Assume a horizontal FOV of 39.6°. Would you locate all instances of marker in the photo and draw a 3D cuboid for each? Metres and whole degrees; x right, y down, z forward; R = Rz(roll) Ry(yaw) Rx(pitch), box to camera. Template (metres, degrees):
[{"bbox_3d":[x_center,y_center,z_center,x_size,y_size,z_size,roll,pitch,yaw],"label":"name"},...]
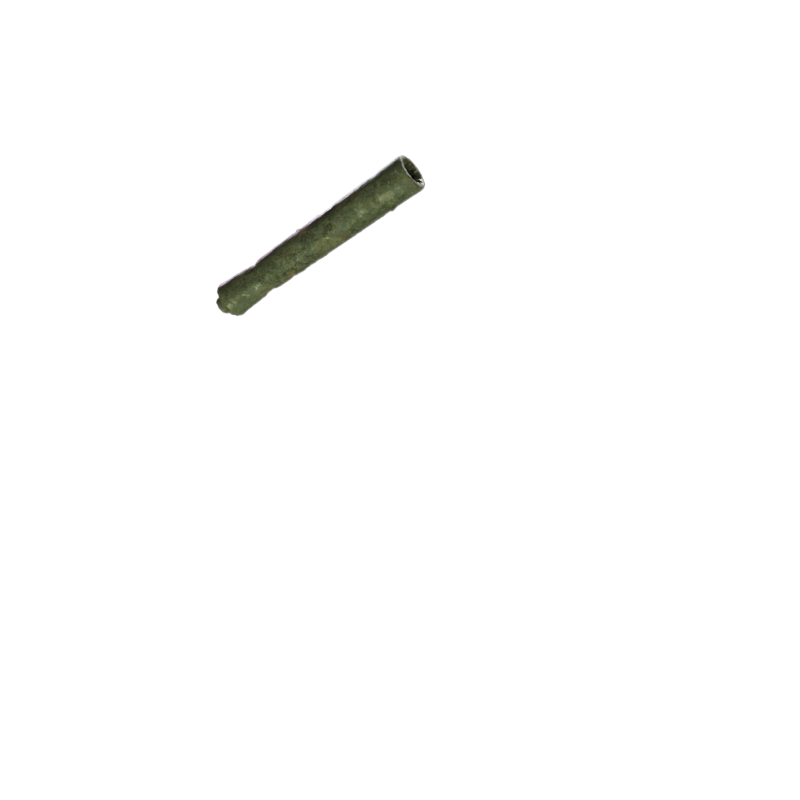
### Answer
[{"bbox_3d":[-0.041,-0.075,0.526,0.120,0.020,0.019,-31,-10,24],"label":"marker"}]
